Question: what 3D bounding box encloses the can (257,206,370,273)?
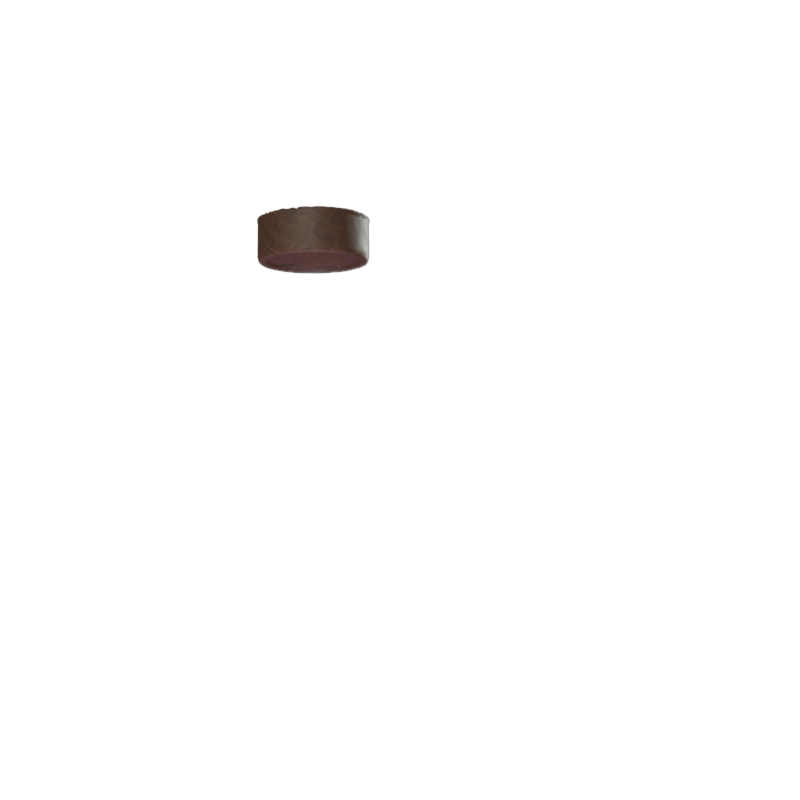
[{"bbox_3d":[-0.066,-0.120,0.837,0.086,0.034,0.084,0,-6,-2],"label":"can"}]
